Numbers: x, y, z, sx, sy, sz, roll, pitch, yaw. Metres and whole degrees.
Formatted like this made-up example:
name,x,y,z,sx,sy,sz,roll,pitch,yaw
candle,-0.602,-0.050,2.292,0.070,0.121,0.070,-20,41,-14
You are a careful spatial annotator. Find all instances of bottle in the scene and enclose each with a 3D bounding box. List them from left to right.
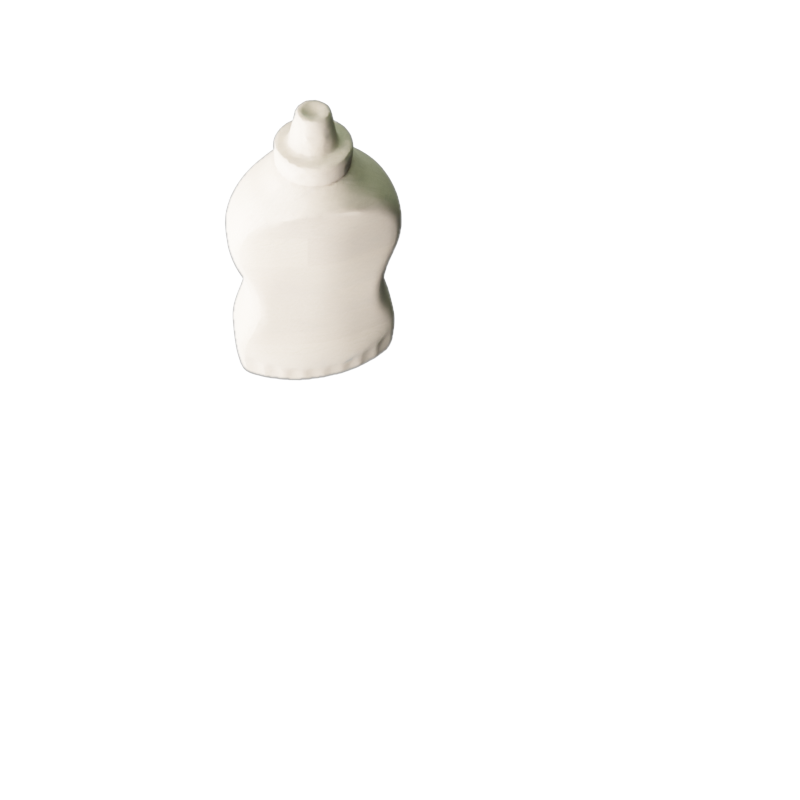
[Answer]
name,x,y,z,sx,sy,sz,roll,pitch,yaw
bottle,-0.048,-0.088,0.617,0.095,0.063,0.179,-7,-36,-9
